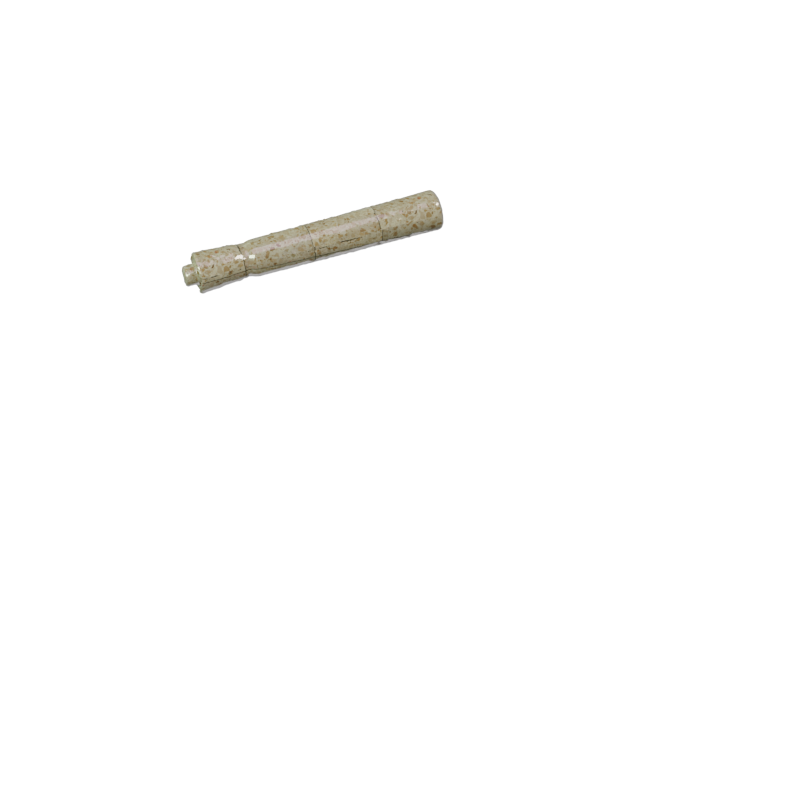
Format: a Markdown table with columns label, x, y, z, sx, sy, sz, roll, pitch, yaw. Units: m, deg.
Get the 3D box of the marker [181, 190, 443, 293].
| label | x | y | z | sx | sy | sz | roll | pitch | yaw |
| --- | --- | --- | --- | --- | --- | --- | --- | --- | --- |
| marker | -0.039 | -0.071 | 0.500 | 0.120 | 0.019 | 0.020 | -17 | 8 | -13 |
